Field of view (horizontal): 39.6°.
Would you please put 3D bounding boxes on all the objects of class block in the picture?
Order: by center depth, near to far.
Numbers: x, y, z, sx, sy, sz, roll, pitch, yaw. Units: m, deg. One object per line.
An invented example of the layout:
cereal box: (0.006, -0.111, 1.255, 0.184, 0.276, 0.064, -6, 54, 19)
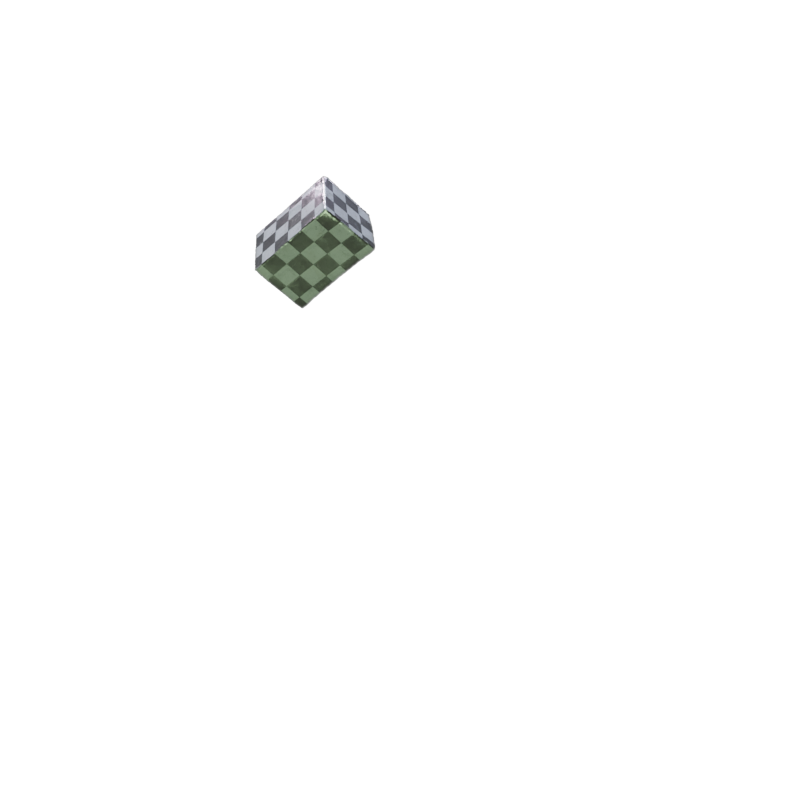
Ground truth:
block: (-0.065, -0.119, 0.836, 0.077, 0.055, 0.050, -37, -60, 23)
